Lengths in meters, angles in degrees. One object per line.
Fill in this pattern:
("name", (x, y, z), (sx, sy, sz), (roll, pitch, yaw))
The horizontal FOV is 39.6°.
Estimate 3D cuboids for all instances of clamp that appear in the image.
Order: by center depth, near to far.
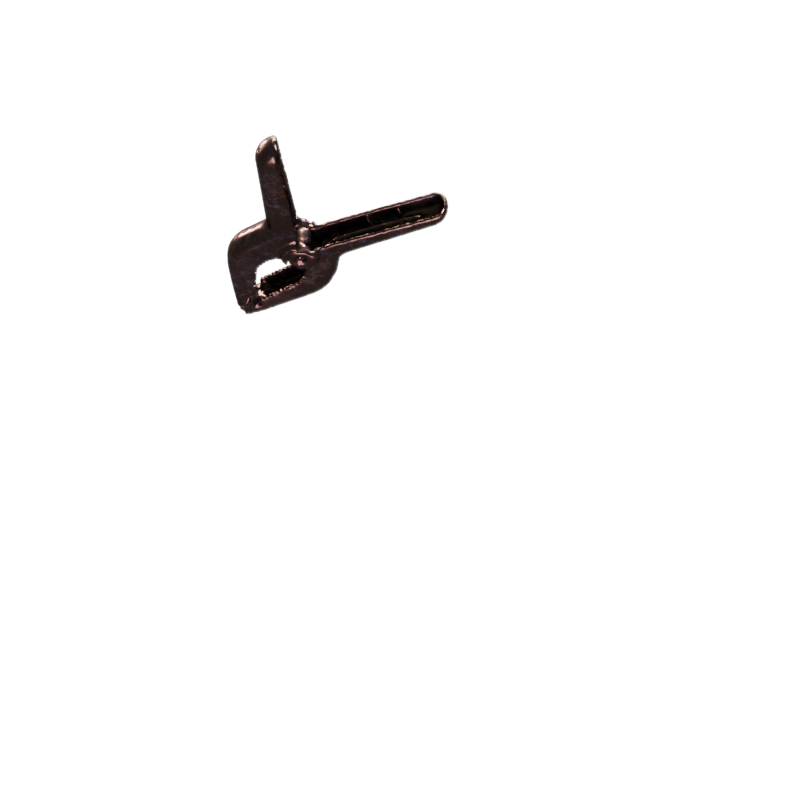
("clamp", (-0.071, -0.130, 0.909), (0.159, 0.039, 0.204), (13, -33, -21))
